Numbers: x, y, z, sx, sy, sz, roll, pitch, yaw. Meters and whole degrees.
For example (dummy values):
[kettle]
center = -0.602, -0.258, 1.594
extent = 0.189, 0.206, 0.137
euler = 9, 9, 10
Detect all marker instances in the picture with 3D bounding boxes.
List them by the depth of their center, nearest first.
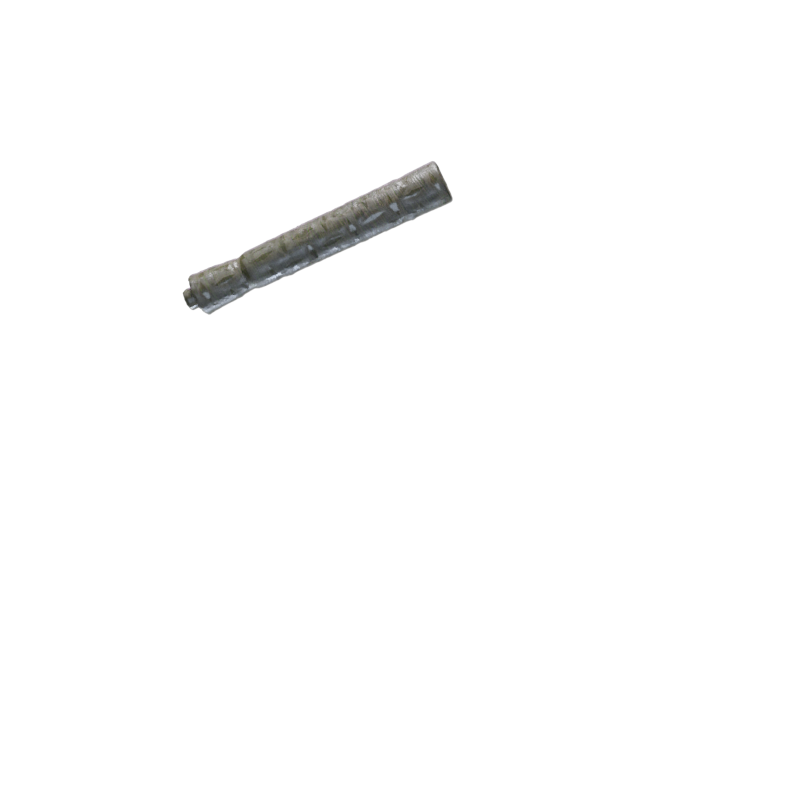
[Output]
[marker]
center = -0.037, -0.067, 0.467
extent = 0.121, 0.020, 0.020
euler = -24, 0, 9
